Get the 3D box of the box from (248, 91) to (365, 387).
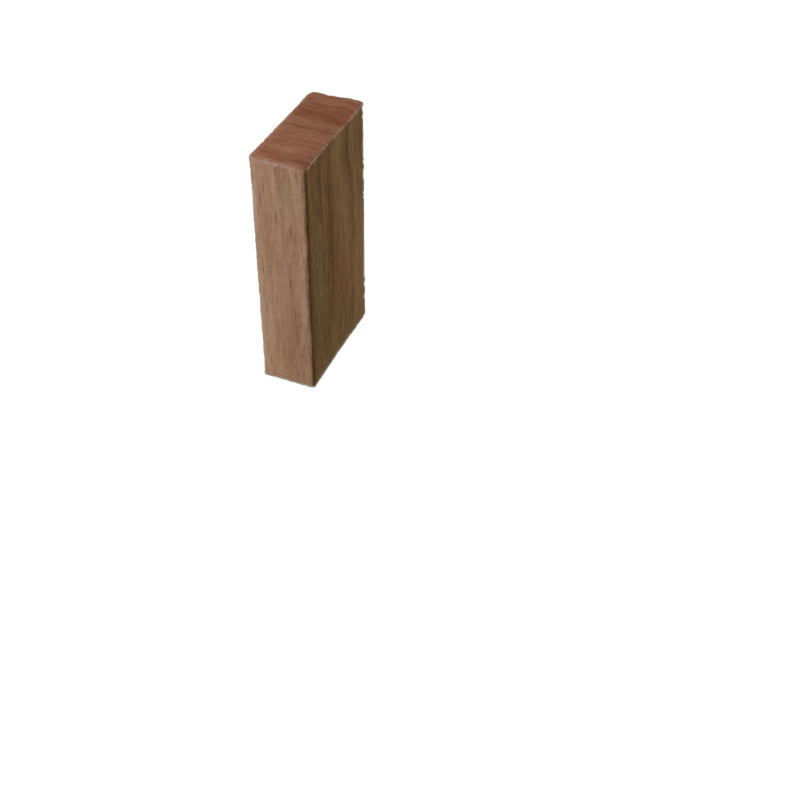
[{"bbox_3d":[-0.058,-0.105,0.740,0.050,0.164,0.097,16,42,15],"label":"box"}]
